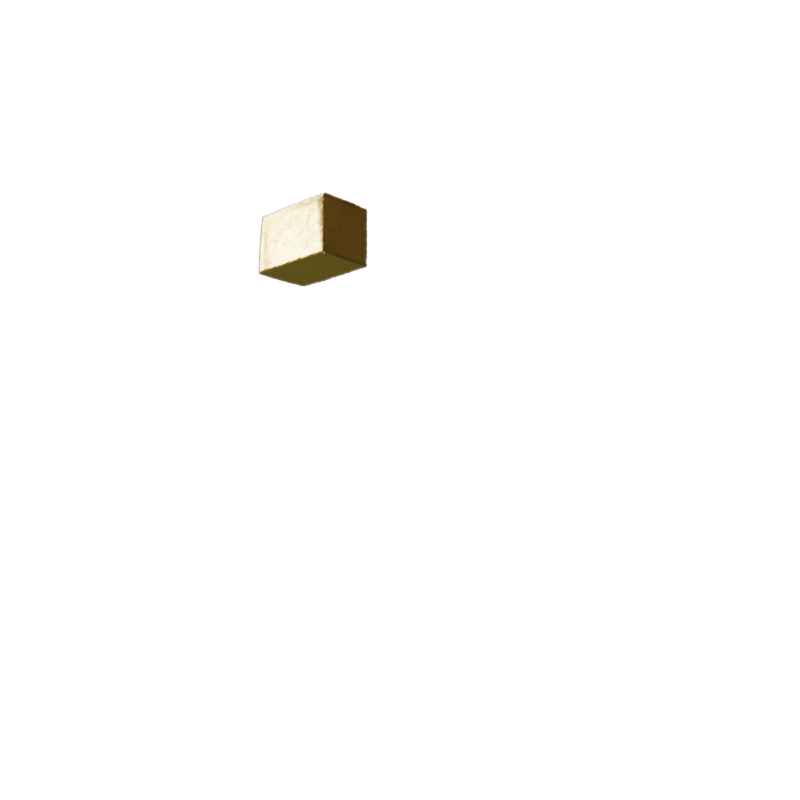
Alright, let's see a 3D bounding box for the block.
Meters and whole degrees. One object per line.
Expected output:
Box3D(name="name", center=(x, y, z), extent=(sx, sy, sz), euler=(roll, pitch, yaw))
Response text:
Box3D(name="block", center=(-0.072, -0.131, 0.915), extent=(0.079, 0.053, 0.050), euler=(-14, -21, 40))
